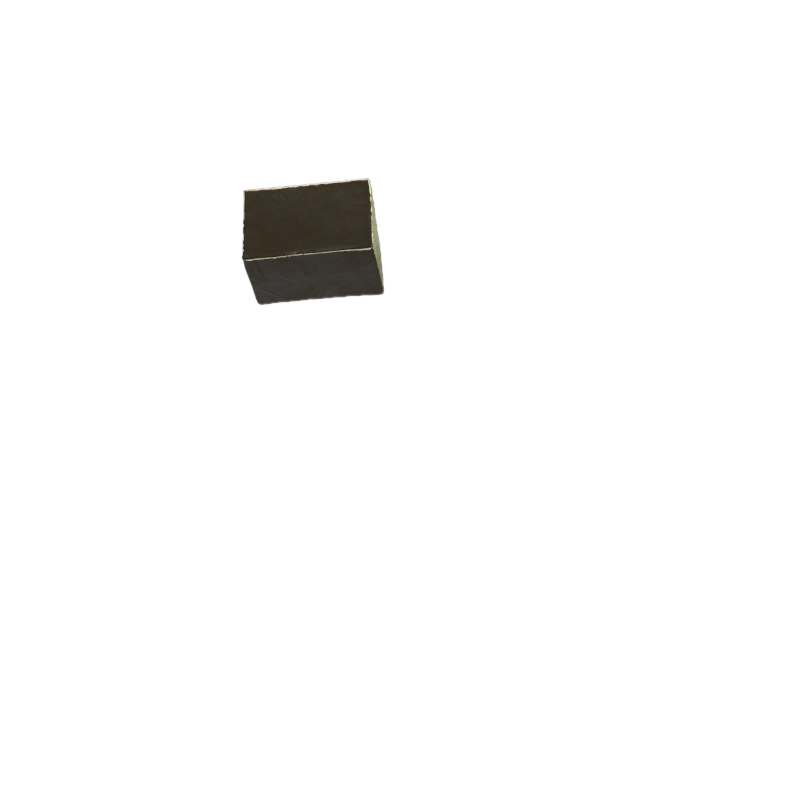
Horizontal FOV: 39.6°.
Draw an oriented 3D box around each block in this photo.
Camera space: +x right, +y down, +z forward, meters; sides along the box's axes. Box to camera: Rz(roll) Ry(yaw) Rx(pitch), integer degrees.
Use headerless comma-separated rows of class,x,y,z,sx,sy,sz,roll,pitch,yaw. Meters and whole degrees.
block,-0.051,-0.094,0.656,0.078,0.055,0.049,-4,-31,5
